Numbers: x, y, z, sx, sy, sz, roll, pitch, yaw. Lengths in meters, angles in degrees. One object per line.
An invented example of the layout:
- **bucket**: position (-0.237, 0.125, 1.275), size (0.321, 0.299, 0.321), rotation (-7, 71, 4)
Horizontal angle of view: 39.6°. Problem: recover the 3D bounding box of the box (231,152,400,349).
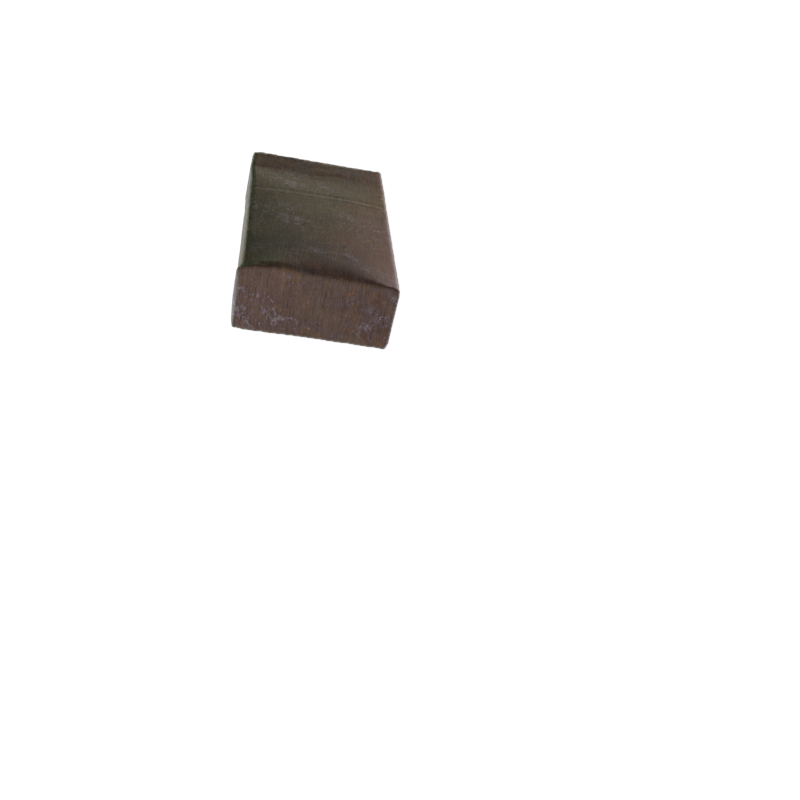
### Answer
- **box**: position (-0.055, -0.099, 0.698), size (0.092, 0.046, 0.187), rotation (8, 29, -8)
